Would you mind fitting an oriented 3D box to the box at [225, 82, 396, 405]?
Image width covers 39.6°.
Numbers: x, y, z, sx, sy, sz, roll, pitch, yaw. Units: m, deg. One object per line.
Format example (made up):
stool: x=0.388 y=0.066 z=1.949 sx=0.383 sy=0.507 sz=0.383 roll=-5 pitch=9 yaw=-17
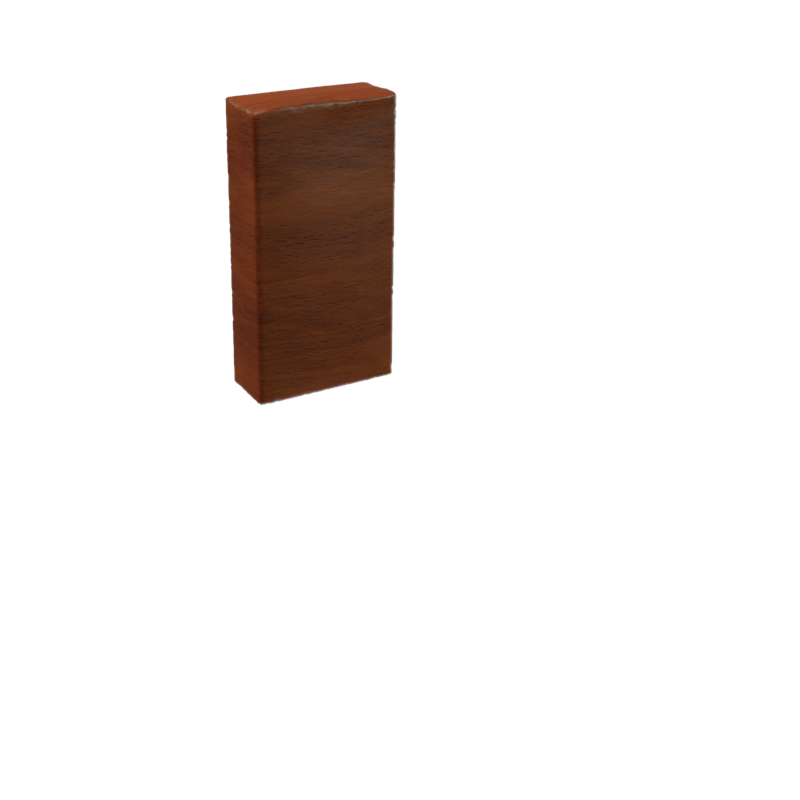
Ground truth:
box: x=-0.051 y=-0.092 z=0.649 sx=0.091 sy=0.168 sz=0.051 roll=-12 pitch=26 yaw=-28
